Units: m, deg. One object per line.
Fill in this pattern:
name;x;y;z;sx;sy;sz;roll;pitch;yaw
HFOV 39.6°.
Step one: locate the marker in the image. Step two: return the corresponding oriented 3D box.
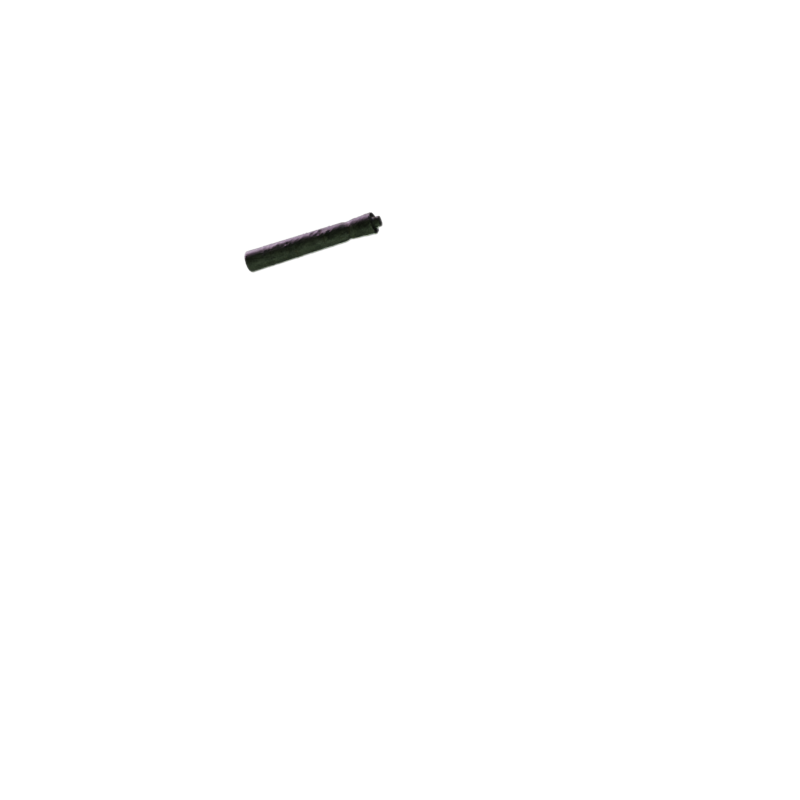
marker;-0.072;-0.131;0.916;0.122;0.020;0.019;-14;-1;20
